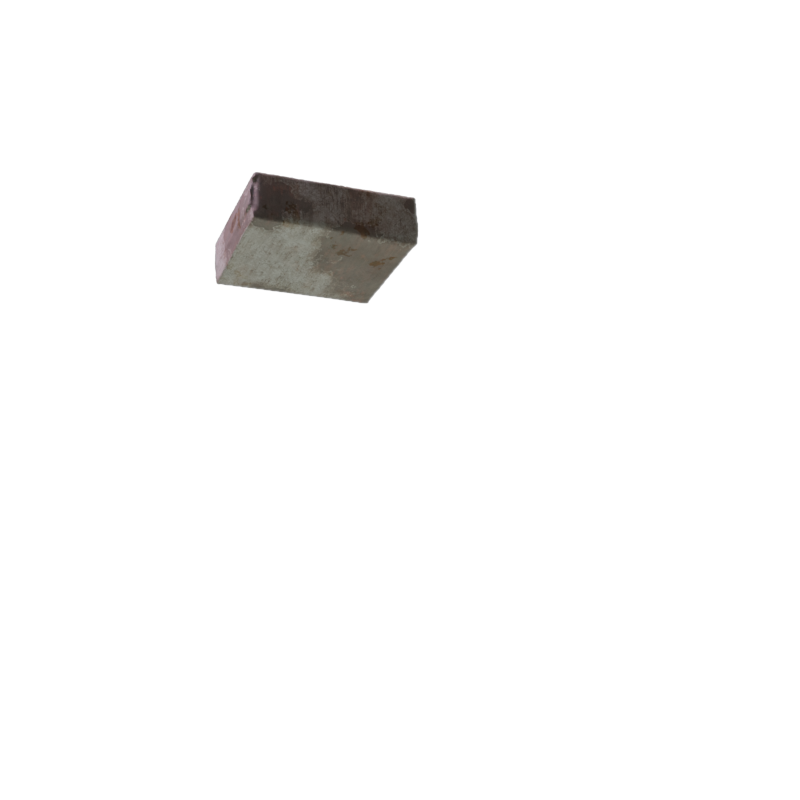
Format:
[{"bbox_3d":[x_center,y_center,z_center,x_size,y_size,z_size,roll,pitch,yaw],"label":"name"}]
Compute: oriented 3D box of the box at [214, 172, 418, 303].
[{"bbox_3d":[-0.057,-0.104,0.725,0.110,0.041,0.087,9,-26,-19],"label":"box"}]
